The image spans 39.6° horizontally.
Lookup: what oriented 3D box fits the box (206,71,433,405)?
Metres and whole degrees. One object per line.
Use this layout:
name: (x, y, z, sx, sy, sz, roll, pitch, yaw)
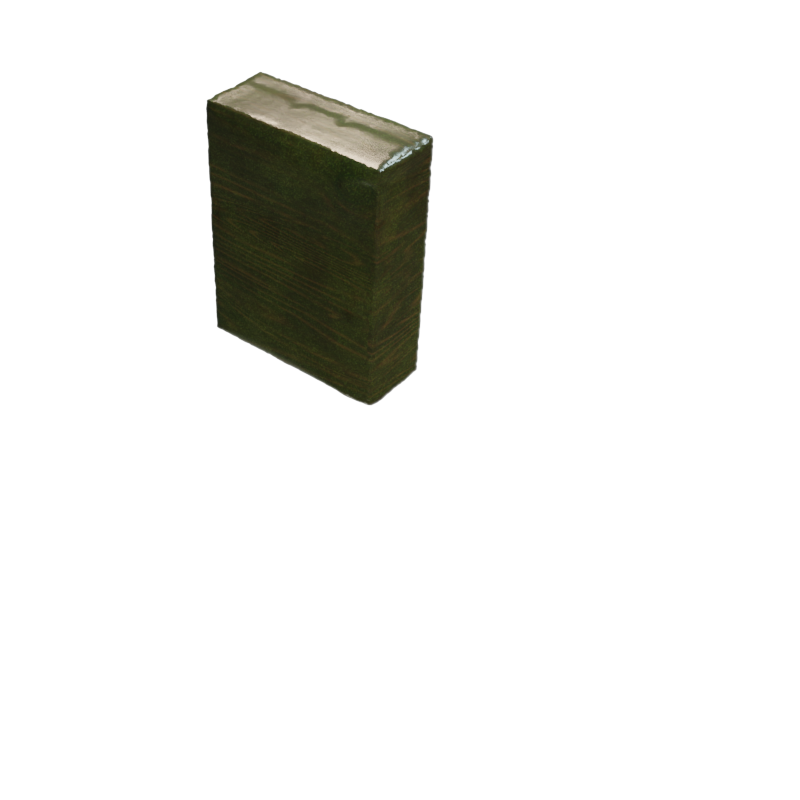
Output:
box: (-0.066, -0.120, 0.844, 0.174, 0.200, 0.072, 28, 44, 29)
